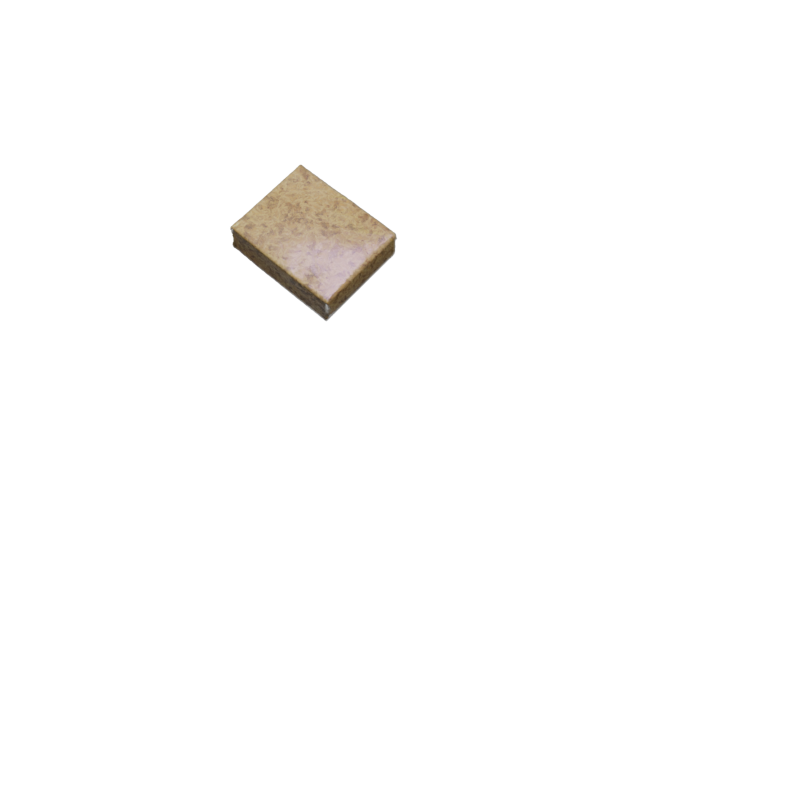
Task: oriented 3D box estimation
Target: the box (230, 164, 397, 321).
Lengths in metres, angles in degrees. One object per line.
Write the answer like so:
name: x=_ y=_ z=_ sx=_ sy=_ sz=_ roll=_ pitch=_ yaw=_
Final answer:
box: x=-0.074 y=-0.135 z=0.943 sx=0.119 sy=0.091 sz=0.036 roll=36 pitch=-25 yaw=20
